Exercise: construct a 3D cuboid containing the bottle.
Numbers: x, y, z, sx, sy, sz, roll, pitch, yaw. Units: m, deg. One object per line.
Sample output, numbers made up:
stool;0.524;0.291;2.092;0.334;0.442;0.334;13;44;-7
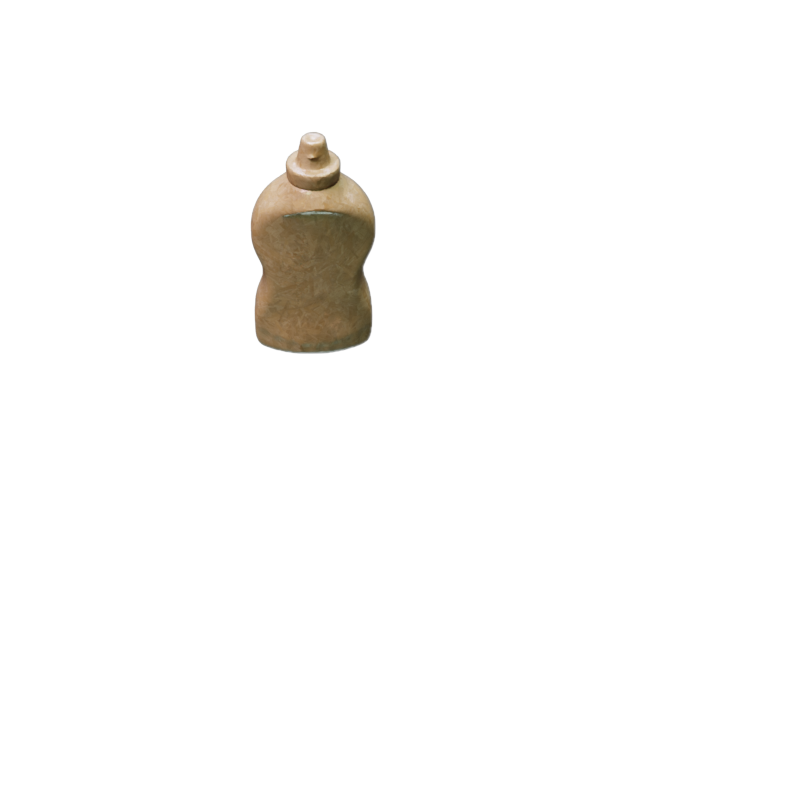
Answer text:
bottle;-0.068;-0.123;0.864;0.096;0.179;0.063;1;40;-2
